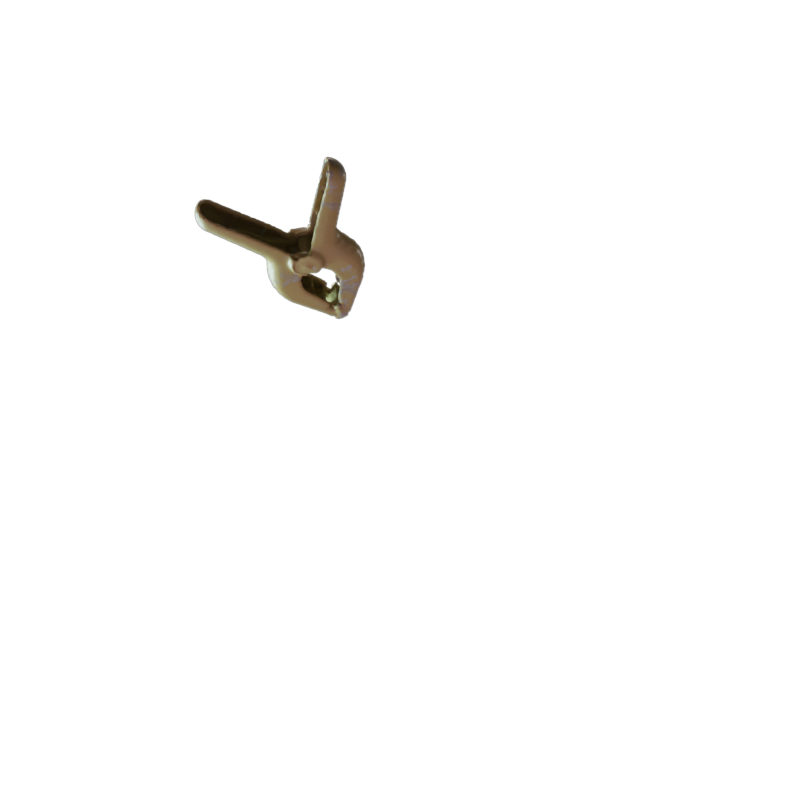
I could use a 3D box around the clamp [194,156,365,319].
[{"bbox_3d":[-0.069,-0.125,0.876,0.121,0.042,0.159,-16,-34,25],"label":"clamp"}]
